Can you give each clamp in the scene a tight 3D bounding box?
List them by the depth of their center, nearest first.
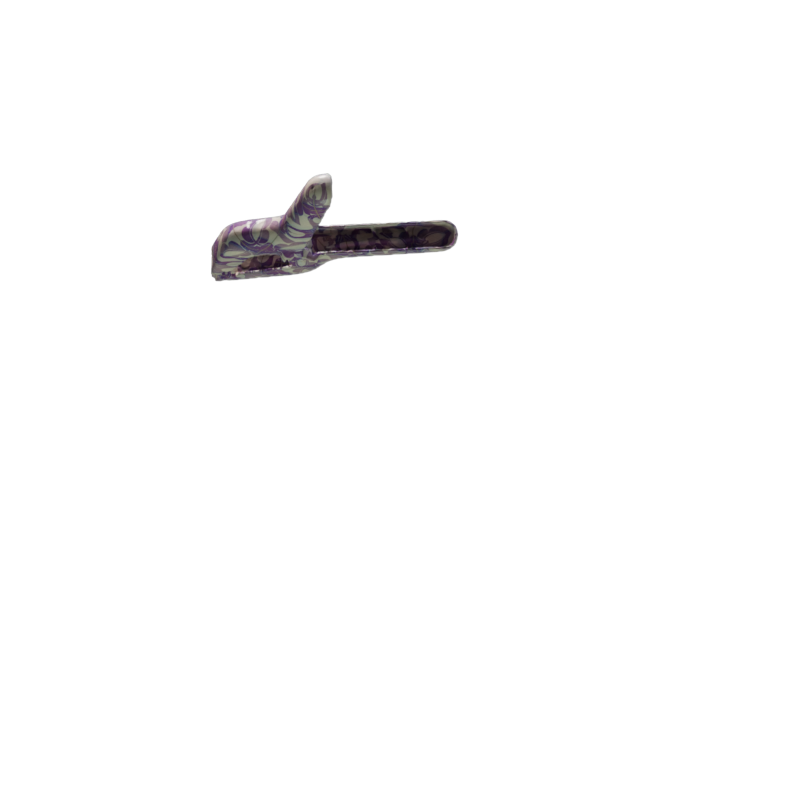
[{"bbox_3d":[-0.070,-0.128,0.900,0.156,0.038,0.214,10,-15,-42],"label":"clamp"}]
